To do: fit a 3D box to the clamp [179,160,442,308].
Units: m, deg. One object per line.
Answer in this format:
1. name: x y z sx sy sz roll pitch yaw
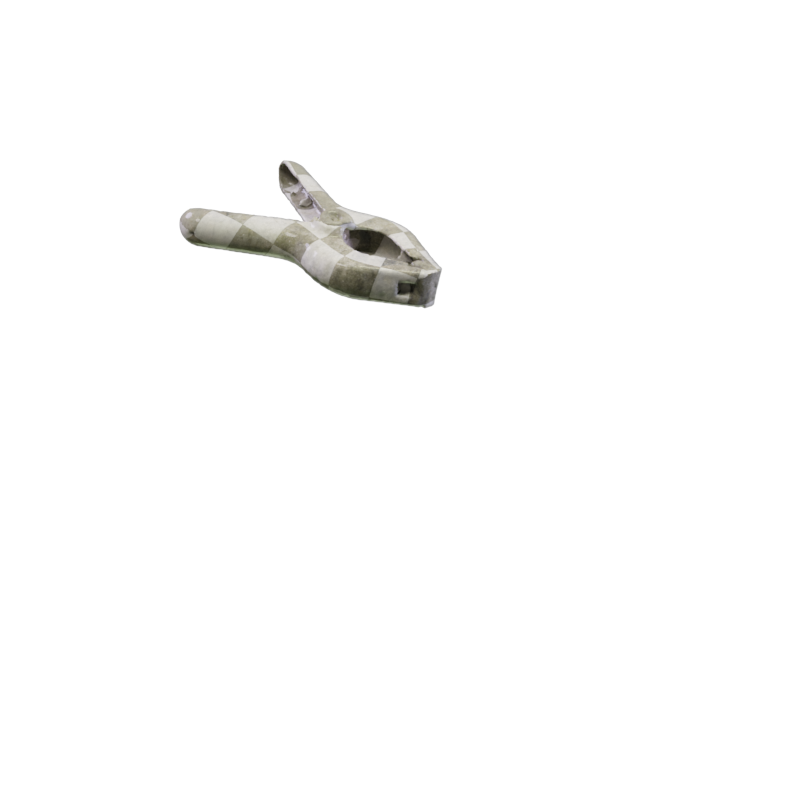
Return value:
1. clamp: -0.057 -0.103 0.725 0.183 0.037 0.120 31 48 33
